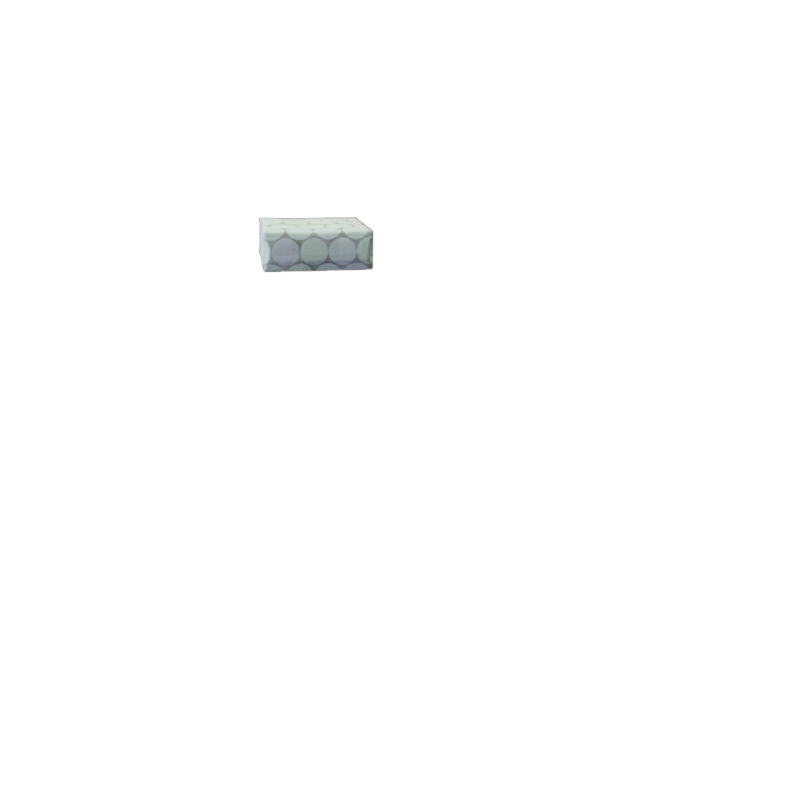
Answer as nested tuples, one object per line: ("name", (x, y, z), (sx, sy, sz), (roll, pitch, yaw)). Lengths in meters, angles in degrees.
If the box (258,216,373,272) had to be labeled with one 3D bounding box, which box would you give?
("box", (-0.060, -0.109, 0.766), (0.072, 0.029, 0.092), (-2, 15, -7))
